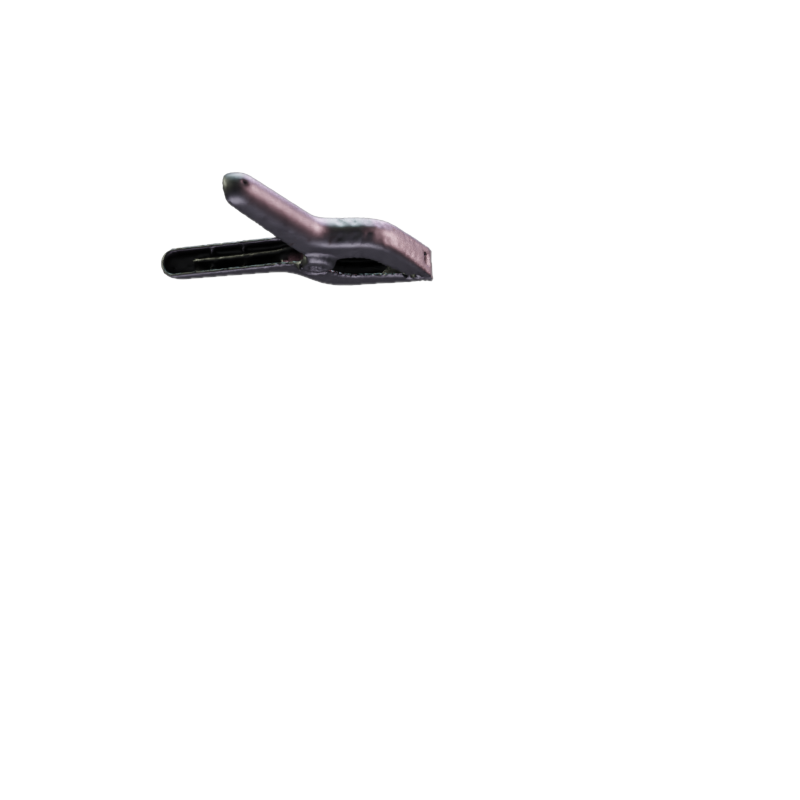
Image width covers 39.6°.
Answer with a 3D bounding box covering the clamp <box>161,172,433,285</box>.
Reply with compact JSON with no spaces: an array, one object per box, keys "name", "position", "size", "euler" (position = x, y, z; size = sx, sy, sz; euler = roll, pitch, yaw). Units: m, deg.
[{"name":"clamp","position":[-0.066,-0.121,0.846],"size":[0.205,0.038,0.161],"euler":[5,-16,-17]}]
